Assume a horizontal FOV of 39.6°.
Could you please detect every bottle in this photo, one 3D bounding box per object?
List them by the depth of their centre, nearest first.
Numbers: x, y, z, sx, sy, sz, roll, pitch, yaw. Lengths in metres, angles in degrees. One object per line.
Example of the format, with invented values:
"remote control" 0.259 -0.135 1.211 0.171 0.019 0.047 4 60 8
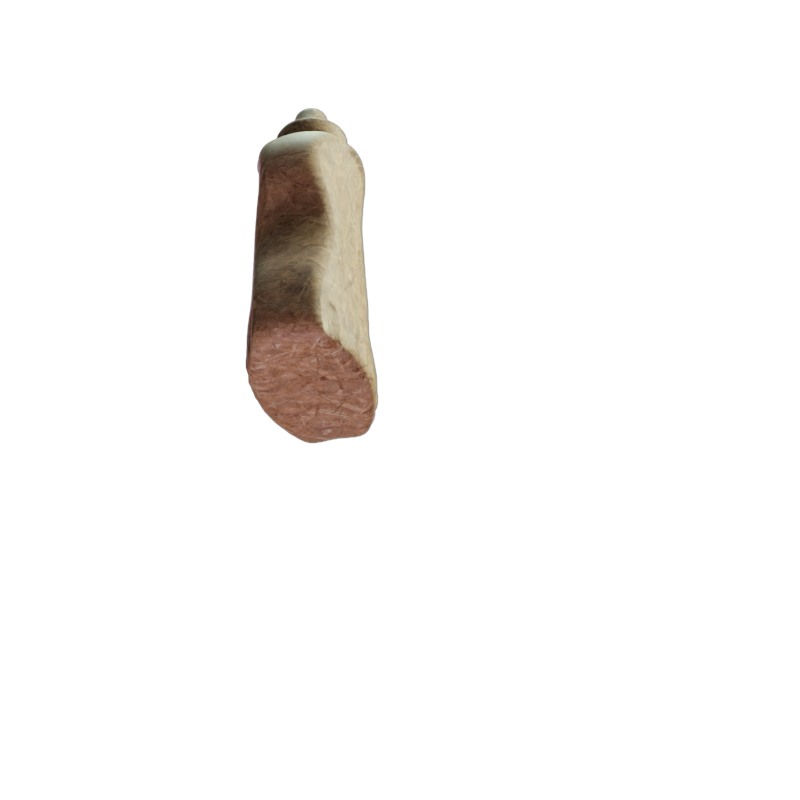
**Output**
"bottle" -0.046 -0.082 0.577 0.059 0.206 0.088 -12 -39 11
